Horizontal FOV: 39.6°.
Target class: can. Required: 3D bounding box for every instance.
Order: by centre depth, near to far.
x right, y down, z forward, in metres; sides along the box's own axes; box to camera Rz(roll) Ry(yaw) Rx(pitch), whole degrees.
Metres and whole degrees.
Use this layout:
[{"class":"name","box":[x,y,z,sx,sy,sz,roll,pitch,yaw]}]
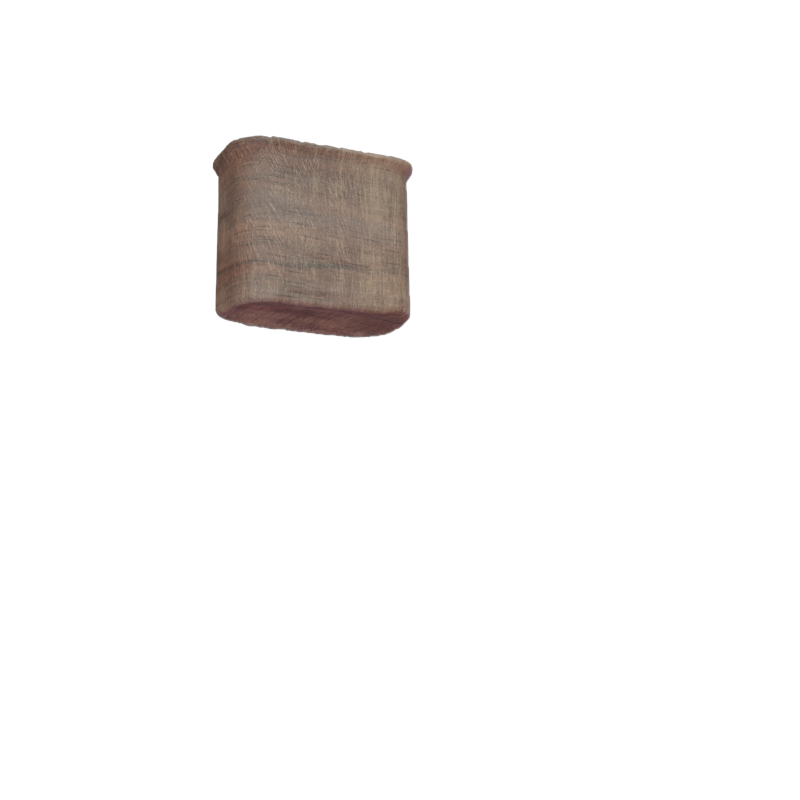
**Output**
[{"class":"can","box":[-0.044,-0.081,0.565,0.098,0.087,0.057,6,-17,-24]}]
